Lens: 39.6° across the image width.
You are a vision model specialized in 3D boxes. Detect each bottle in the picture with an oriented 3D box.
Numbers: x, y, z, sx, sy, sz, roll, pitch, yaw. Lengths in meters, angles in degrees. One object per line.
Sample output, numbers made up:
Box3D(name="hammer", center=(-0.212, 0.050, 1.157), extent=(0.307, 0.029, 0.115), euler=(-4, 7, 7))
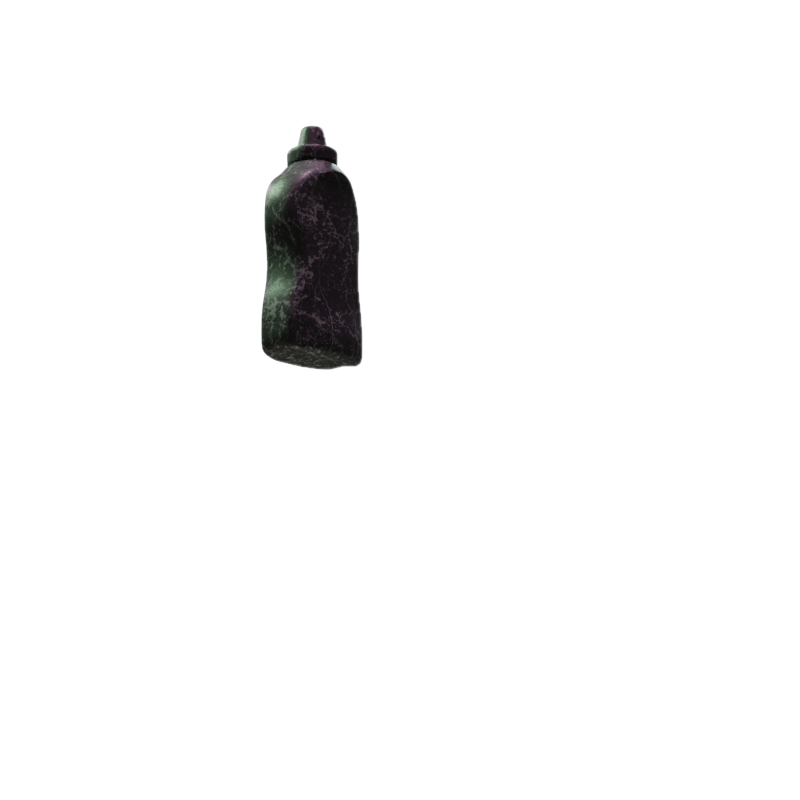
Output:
Box3D(name="bottle", center=(-0.069, -0.125, 0.876), extent=(0.060, 0.199, 0.090), euler=(-12, -18, 34))
